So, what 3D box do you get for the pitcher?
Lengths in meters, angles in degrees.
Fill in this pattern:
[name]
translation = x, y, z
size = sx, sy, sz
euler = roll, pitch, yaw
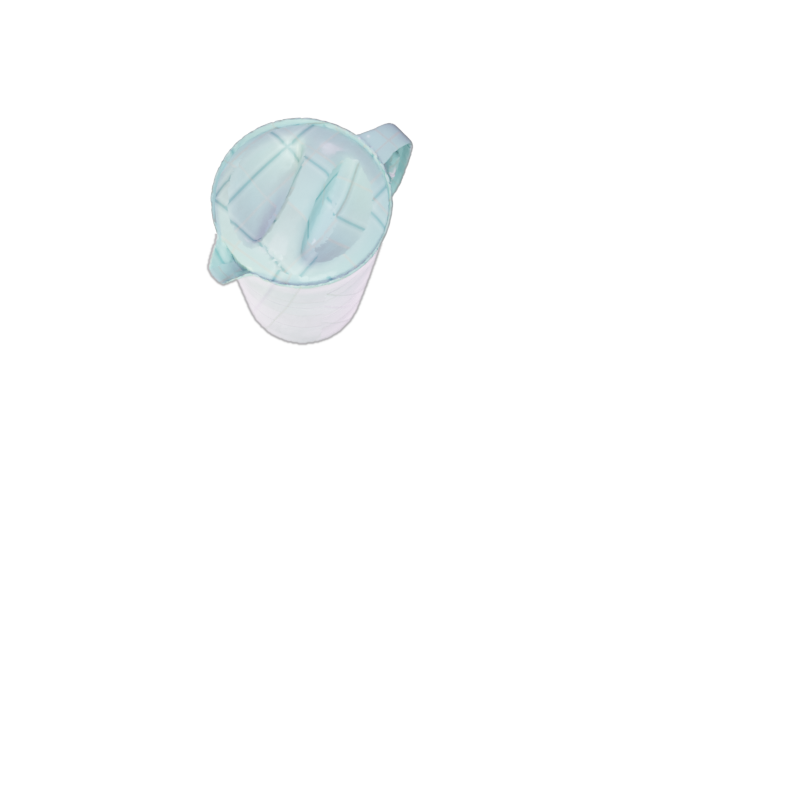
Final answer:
[pitcher]
translation = -0.072, -0.131, 0.917
size = 0.149, 0.150, 0.235
euler = 3, -13, -2
